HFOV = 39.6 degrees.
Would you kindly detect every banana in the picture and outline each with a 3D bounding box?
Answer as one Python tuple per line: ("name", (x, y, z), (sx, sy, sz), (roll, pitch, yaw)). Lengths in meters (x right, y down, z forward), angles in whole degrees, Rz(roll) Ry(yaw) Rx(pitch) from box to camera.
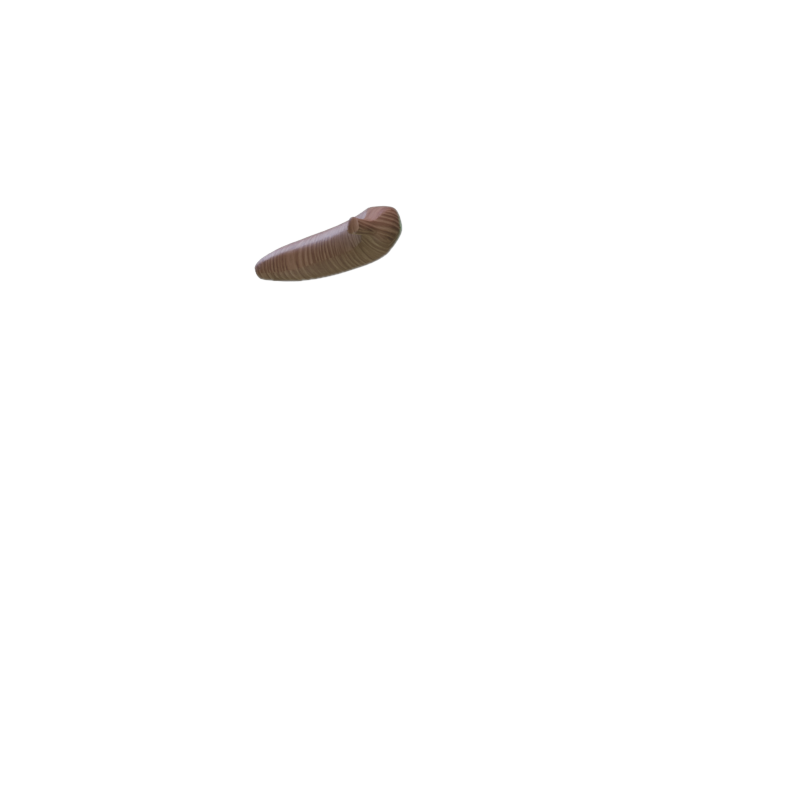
("banana", (-0.050, -0.124, 0.872), (0.067, 0.038, 0.199), (4, -8, -27))
